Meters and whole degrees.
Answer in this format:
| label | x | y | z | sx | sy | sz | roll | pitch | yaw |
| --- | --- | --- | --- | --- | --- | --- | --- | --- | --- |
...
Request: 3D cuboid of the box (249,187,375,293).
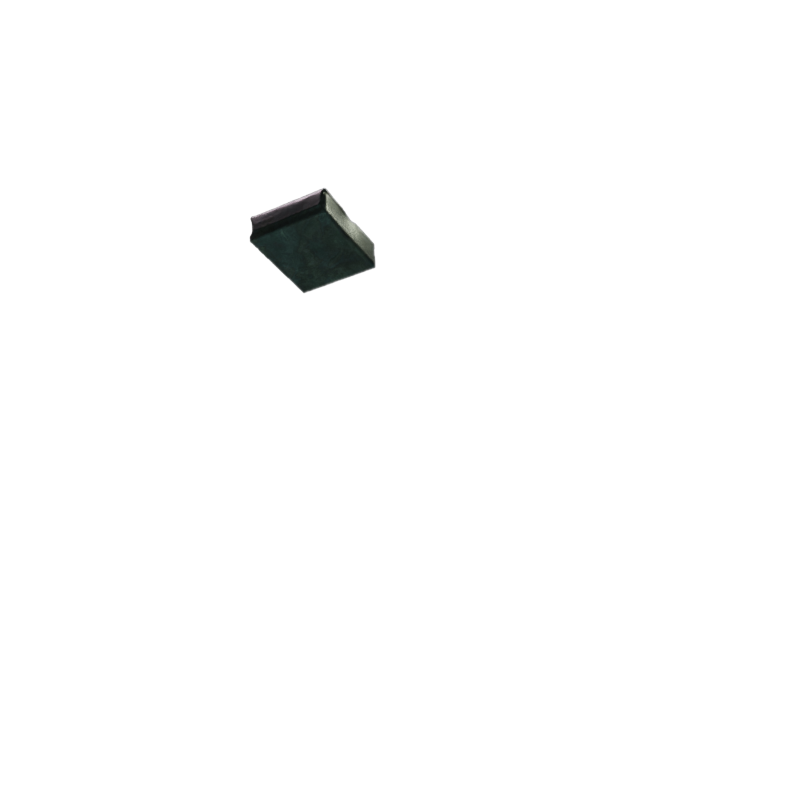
| label | x | y | z | sx | sy | sz | roll | pitch | yaw |
| --- | --- | --- | --- | --- | --- | --- | --- | --- | --- |
| box | -0.073 | -0.134 | 0.936 | 0.074 | 0.032 | 0.082 | -18 | -39 | 24 |
